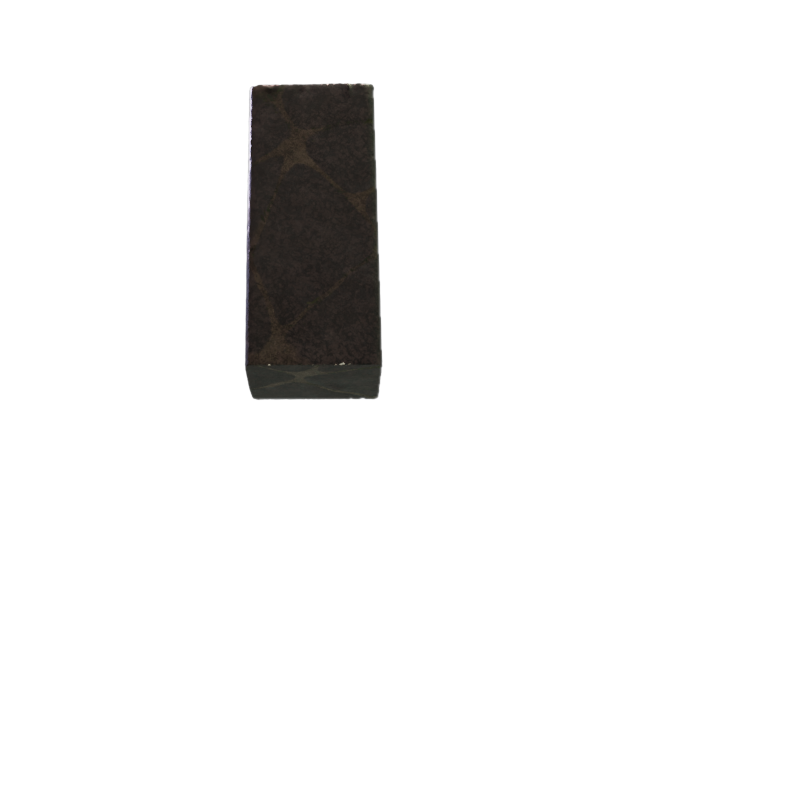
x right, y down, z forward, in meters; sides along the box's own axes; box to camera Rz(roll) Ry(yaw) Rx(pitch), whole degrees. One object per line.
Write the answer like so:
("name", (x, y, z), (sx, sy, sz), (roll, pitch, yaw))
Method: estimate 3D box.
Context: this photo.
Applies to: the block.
("block", (-0.062, -0.112, 0.784), (0.091, 0.216, 0.086), (-1, -21, -1))
